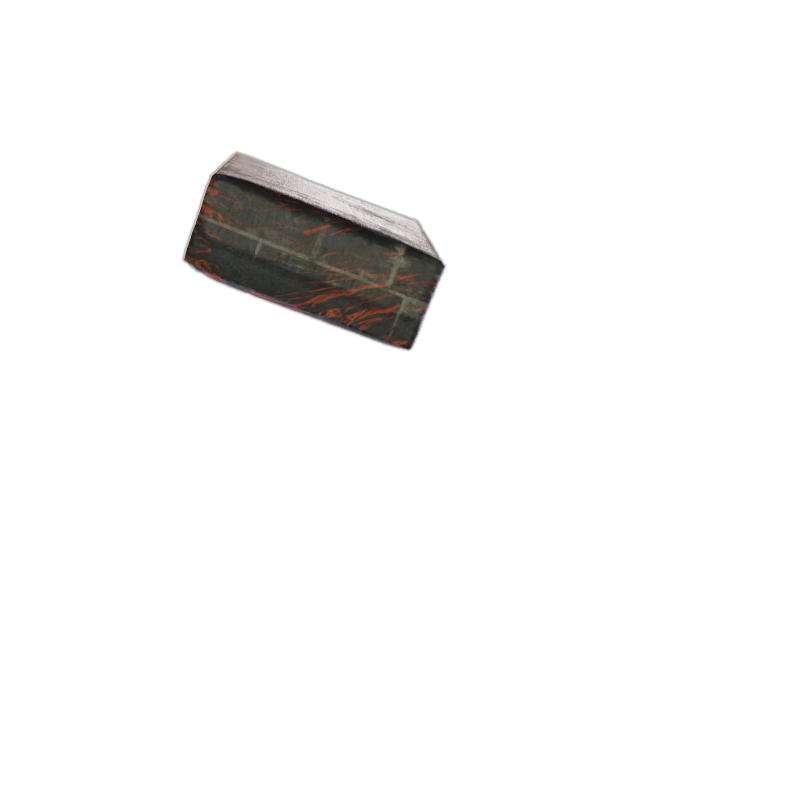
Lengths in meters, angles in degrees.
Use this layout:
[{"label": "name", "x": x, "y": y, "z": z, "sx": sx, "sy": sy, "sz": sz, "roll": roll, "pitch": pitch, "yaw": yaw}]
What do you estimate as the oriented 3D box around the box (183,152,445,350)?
[{"label": "box", "x": -0.064, "y": -0.117, "z": 0.817, "sx": 0.162, "sy": 0.071, "sz": 0.220, "roll": 20, "pitch": 13, "yaw": -7}]
